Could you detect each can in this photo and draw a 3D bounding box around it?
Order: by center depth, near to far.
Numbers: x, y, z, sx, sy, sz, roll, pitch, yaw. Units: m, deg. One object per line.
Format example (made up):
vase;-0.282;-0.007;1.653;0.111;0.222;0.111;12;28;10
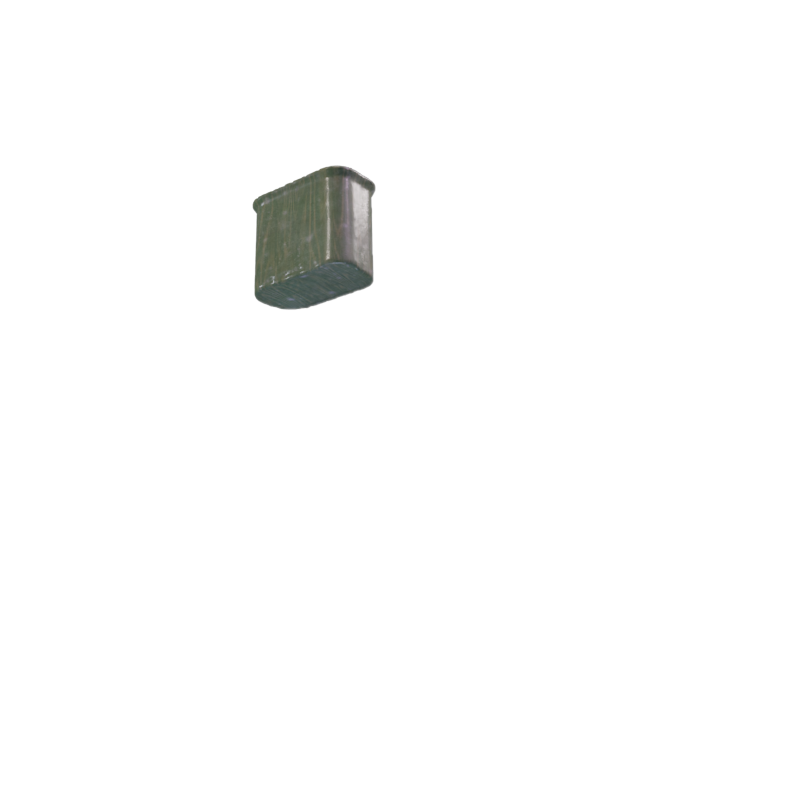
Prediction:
can;-0.068;-0.125;0.872;0.103;0.089;0.054;-18;-29;34
